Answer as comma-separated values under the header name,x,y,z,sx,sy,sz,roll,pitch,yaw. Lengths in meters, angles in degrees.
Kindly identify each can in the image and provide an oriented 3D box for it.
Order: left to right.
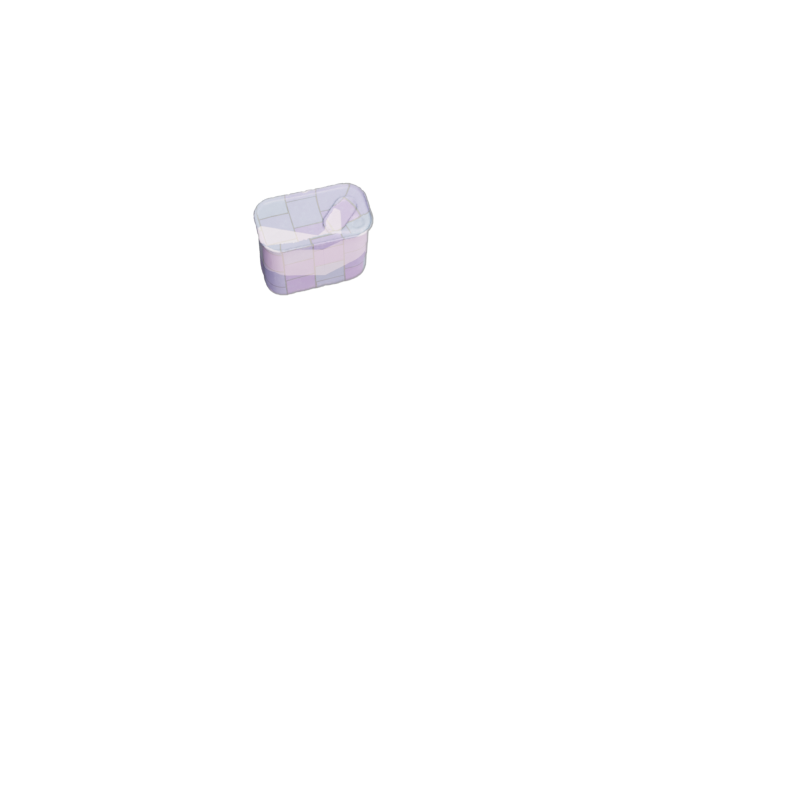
name,x,y,z,sx,sy,sz,roll,pitch,yaw
can,-0.078,-0.143,0.998,0.101,0.061,0.079,-13,-26,-9
